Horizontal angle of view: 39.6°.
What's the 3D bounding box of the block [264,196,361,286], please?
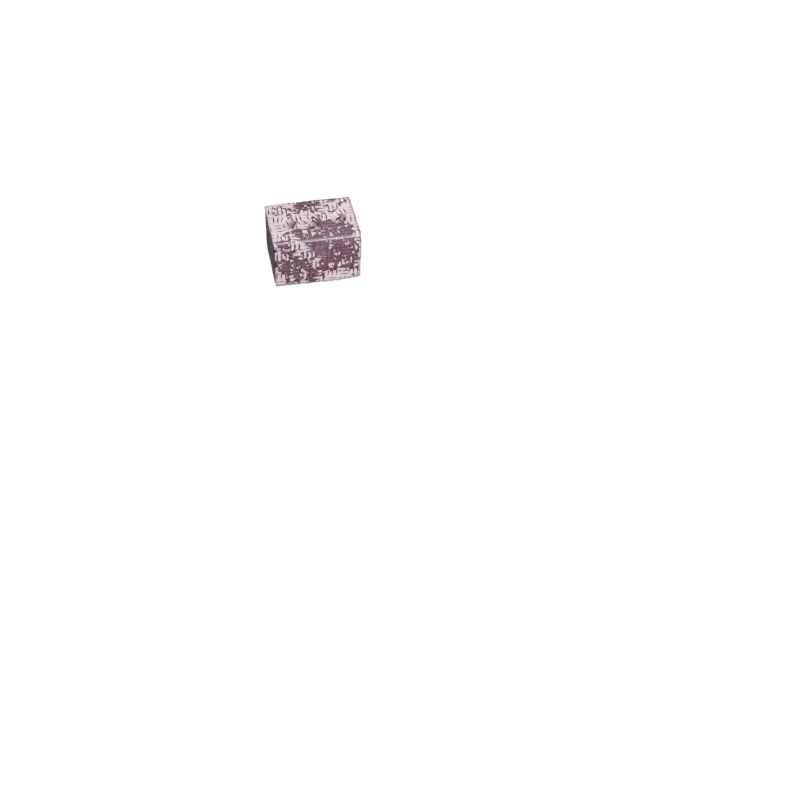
[{"bbox_3d":[-0.076,-0.138,0.966,0.077,0.057,0.048,-8,-43,-9],"label":"block"}]
